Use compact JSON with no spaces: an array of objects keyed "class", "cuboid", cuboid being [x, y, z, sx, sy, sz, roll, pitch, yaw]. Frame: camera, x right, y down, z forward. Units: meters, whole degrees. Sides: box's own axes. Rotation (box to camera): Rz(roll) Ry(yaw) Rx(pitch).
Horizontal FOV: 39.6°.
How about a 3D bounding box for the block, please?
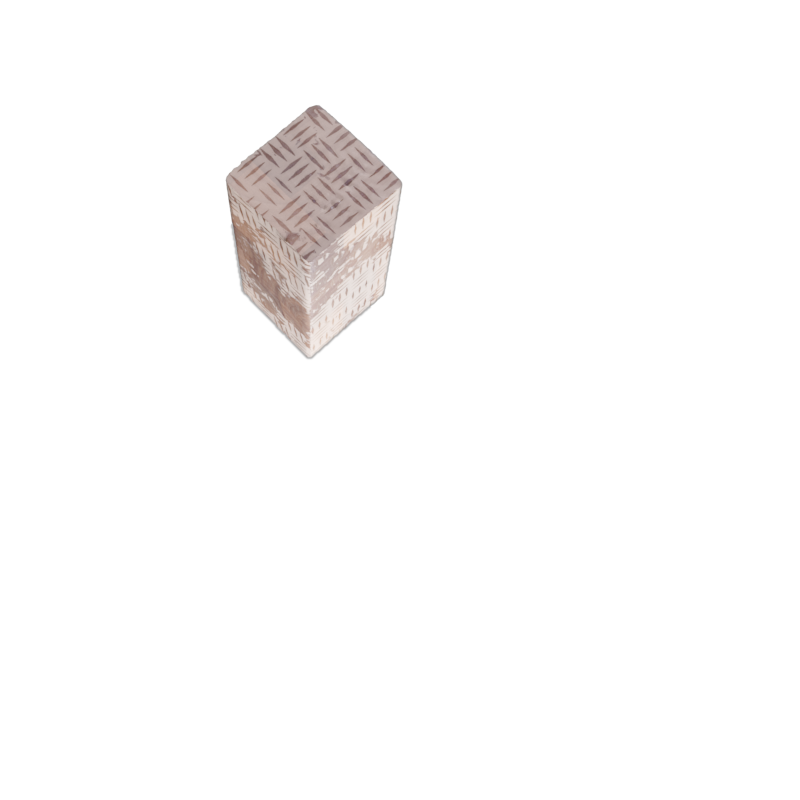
[{"class":"block","cuboid":[-0.067,-0.122,0.848,0.091,0.093,0.197,-42,-10,-15]}]
